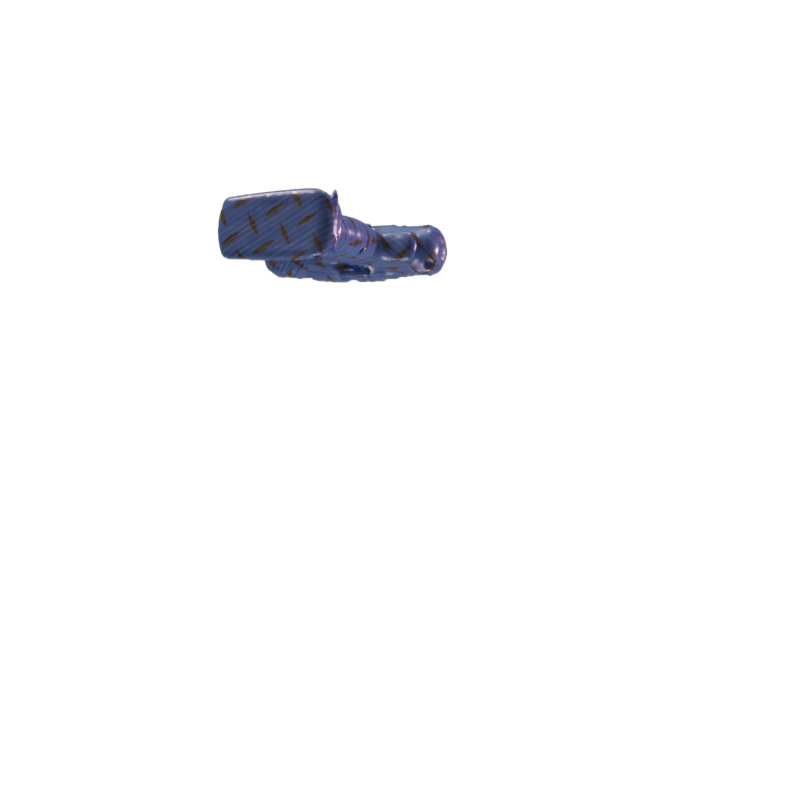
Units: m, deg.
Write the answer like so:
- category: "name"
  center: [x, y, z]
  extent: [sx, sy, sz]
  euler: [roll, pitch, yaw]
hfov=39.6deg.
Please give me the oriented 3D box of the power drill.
- category: "power drill"
  center: [-0.075, -0.138, 0.964]
  extent: [0.190, 0.058, 0.180]
  euler: [-1, -1, 29]
